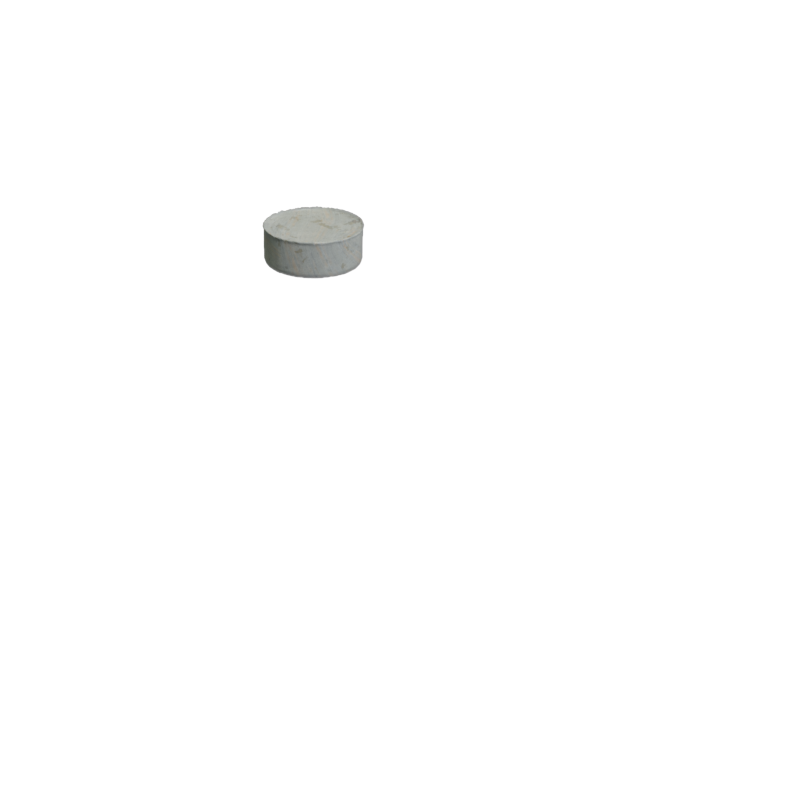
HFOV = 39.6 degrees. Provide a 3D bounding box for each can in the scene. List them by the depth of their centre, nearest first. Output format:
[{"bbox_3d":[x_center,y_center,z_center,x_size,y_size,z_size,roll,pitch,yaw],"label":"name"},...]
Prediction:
[{"bbox_3d":[-0.074,-0.135,0.944,0.086,0.032,0.091,-1,28,-2],"label":"can"}]
